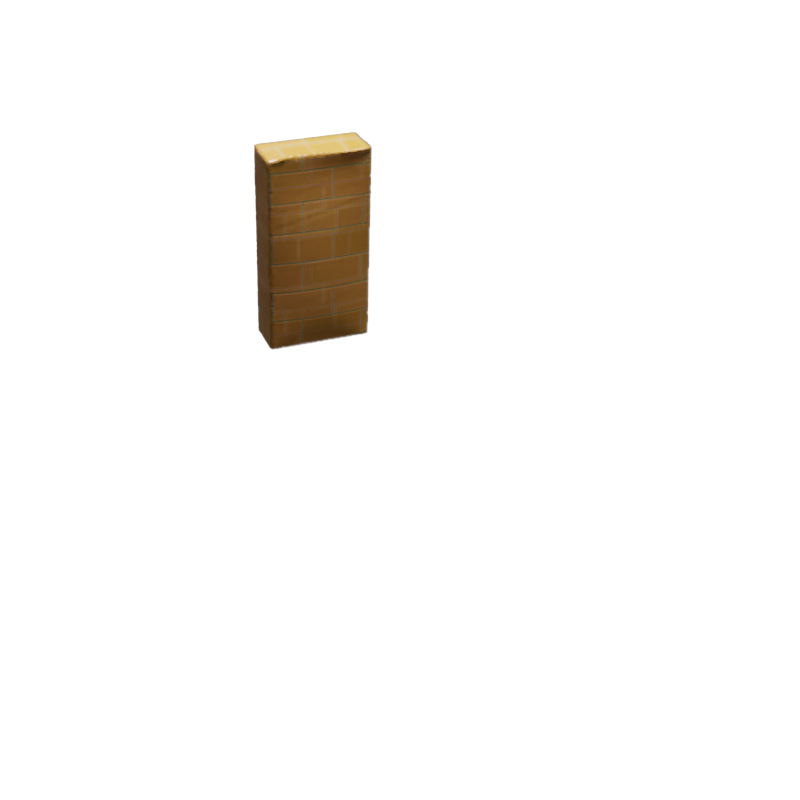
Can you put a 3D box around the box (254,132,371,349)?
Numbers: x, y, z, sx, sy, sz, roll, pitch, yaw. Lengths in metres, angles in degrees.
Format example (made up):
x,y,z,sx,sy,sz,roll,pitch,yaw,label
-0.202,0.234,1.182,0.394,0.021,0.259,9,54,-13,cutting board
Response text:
x,y,z,sx,sy,sz,roll,pitch,yaw,label
-0.074,-0.134,0.943,0.092,0.166,0.052,-10,32,-19,box
